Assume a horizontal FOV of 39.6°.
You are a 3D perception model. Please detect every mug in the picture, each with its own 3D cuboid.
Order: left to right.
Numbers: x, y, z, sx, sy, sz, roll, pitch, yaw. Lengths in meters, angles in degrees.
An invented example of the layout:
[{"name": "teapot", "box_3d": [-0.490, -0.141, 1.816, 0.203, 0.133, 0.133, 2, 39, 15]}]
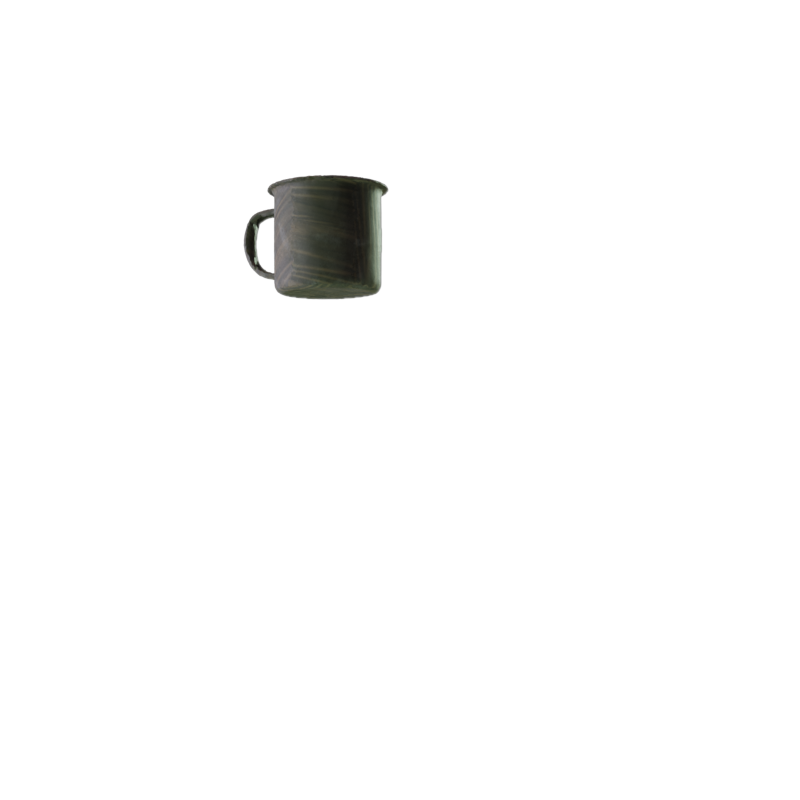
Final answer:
[{"name": "mug", "box_3d": [-0.066, -0.121, 0.847, 0.120, 0.083, 0.089, -2, -6, 20]}]
